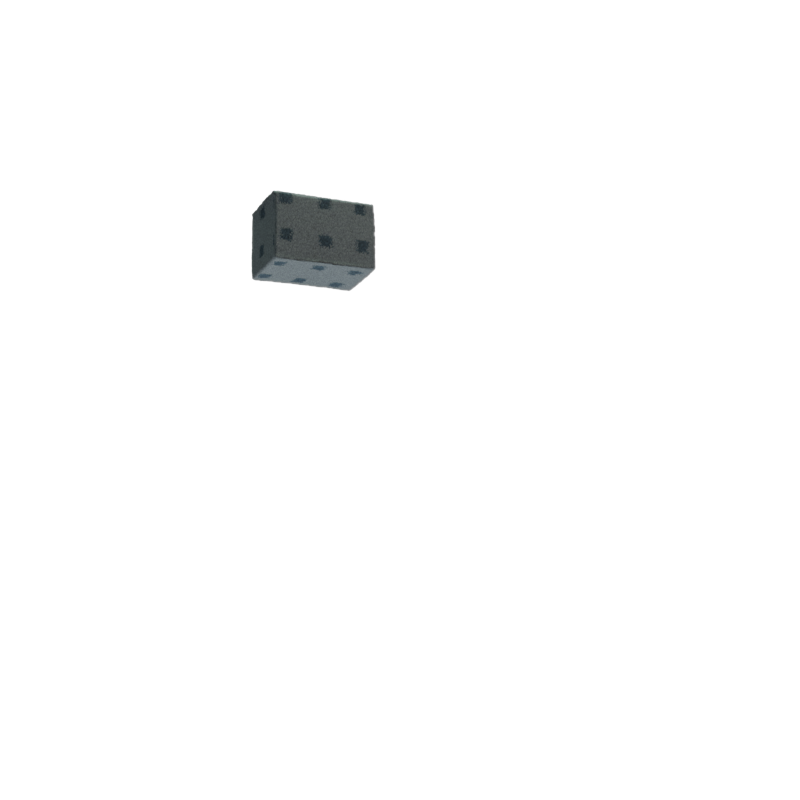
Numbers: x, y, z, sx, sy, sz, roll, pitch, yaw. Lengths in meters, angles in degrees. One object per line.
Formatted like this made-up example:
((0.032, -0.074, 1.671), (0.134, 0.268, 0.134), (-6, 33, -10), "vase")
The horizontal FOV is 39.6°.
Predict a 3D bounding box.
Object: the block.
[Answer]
((-0.062, -0.113, 0.795), (0.075, 0.054, 0.052), (6, -18, -22), "block")
